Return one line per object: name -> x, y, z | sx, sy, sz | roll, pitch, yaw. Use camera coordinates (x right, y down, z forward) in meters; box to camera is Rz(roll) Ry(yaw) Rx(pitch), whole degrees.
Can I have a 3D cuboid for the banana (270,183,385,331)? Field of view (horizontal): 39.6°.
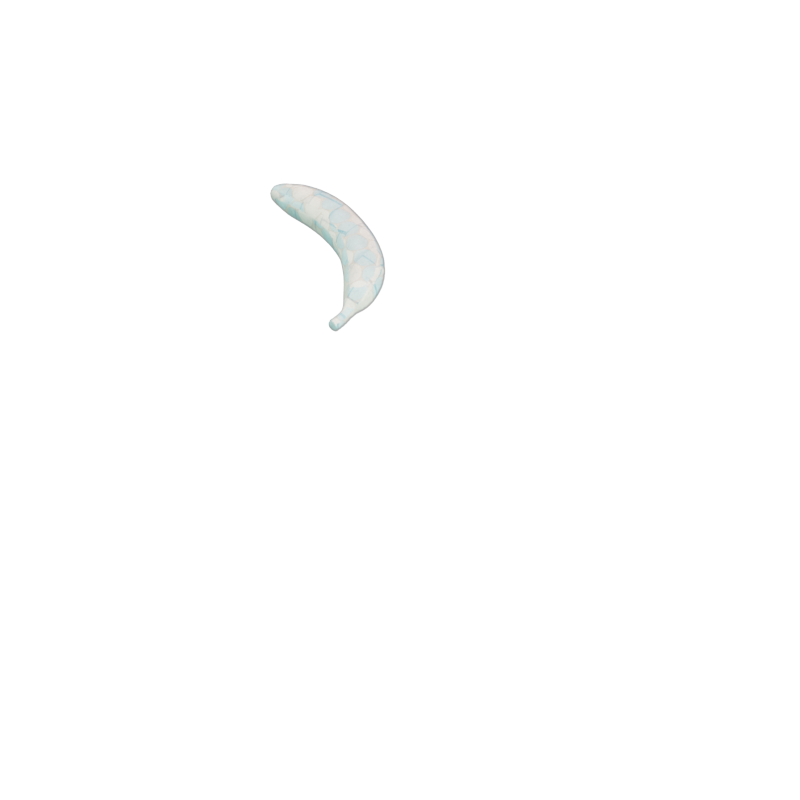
banana -> -0.059, -0.143, 0.992 | 0.069, 0.034, 0.214 | -13, 44, -14
